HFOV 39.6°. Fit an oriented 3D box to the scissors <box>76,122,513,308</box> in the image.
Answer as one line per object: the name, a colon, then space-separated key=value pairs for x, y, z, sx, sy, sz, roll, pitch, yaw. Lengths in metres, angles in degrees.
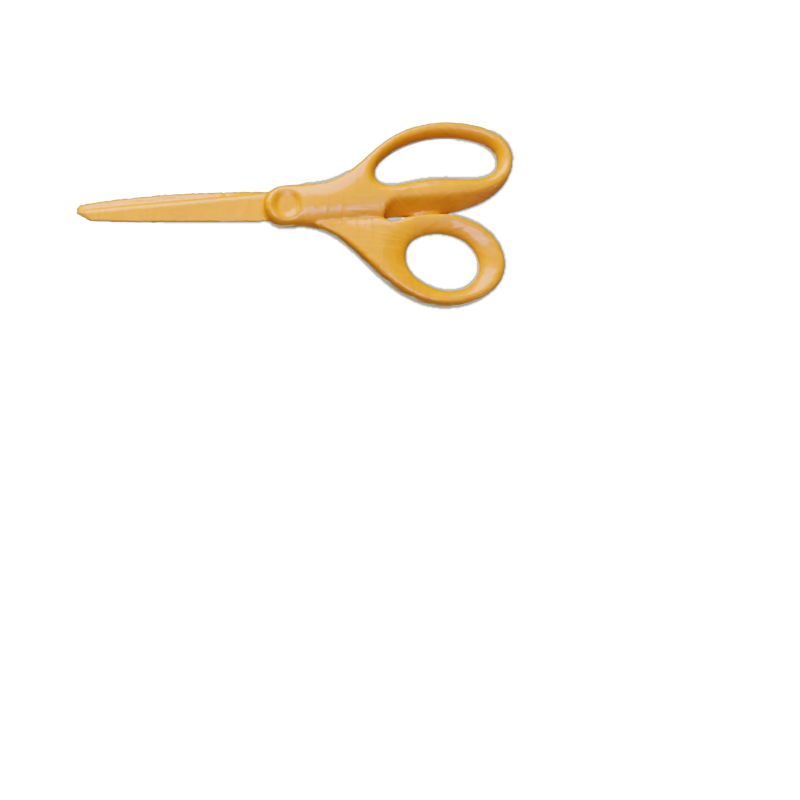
scissors: x=-0.040 y=-0.073 z=0.510 sx=0.201 sy=0.100 sz=0.015 roll=-17 pitch=-14 yaw=-5
